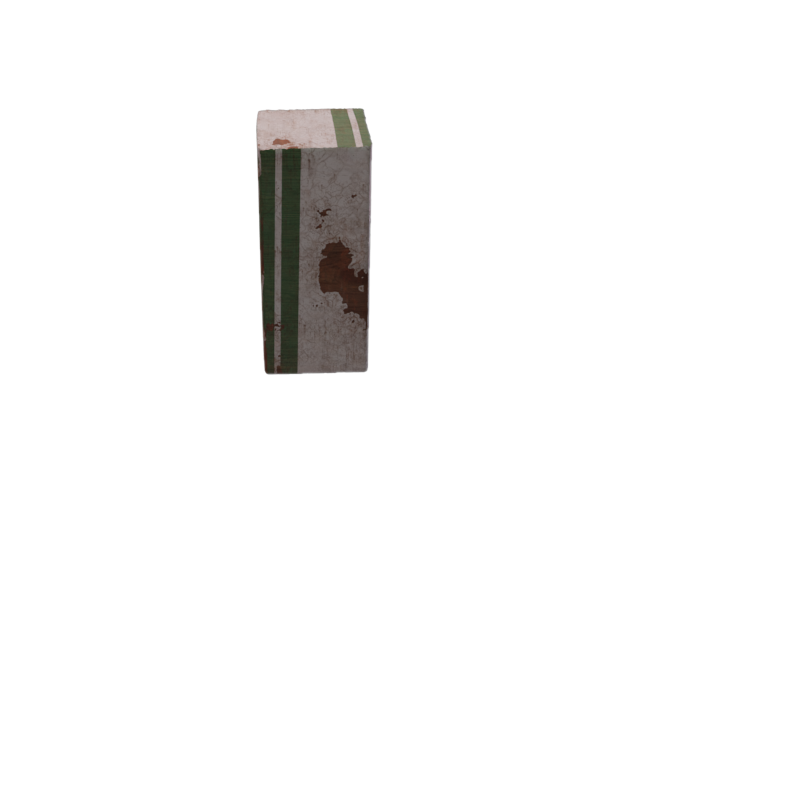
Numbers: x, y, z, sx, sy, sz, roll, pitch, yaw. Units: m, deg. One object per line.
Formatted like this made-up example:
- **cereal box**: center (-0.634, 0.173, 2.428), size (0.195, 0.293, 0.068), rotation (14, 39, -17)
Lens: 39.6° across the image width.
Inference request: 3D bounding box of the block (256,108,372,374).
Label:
- **block**: center (-0.073, -0.133, 0.930), size (0.090, 0.194, 0.096), rotation (-1, 29, -5)
